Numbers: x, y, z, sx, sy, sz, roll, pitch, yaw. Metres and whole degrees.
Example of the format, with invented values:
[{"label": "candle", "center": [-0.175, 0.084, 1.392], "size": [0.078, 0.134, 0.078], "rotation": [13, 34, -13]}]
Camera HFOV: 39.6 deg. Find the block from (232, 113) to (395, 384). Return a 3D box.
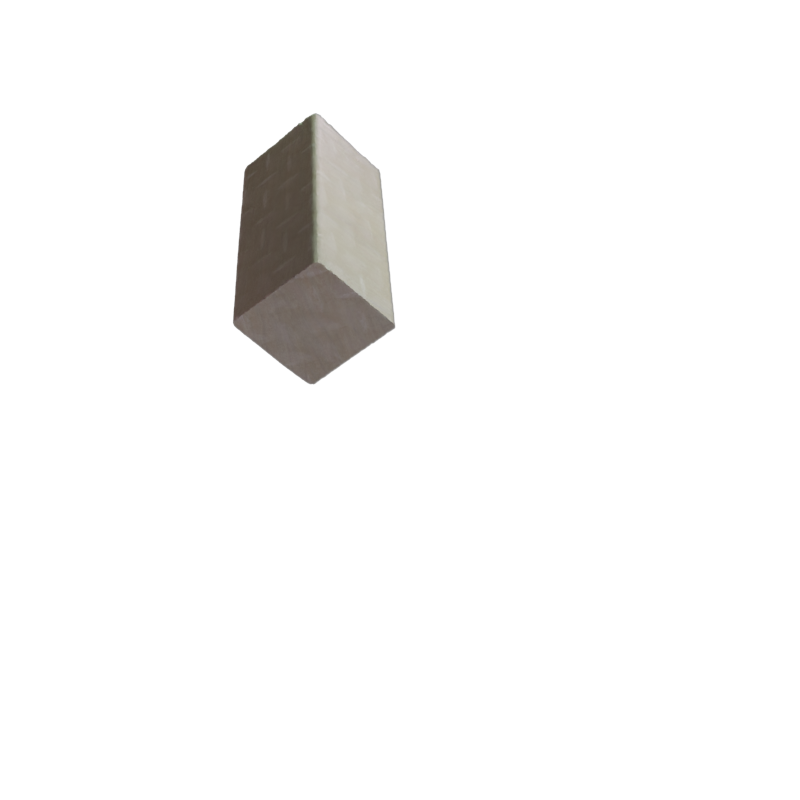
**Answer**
[{"label": "block", "center": [-0.071, -0.129, 0.900], "size": [0.090, 0.221, 0.085], "rotation": [-35, -55, 25]}]
